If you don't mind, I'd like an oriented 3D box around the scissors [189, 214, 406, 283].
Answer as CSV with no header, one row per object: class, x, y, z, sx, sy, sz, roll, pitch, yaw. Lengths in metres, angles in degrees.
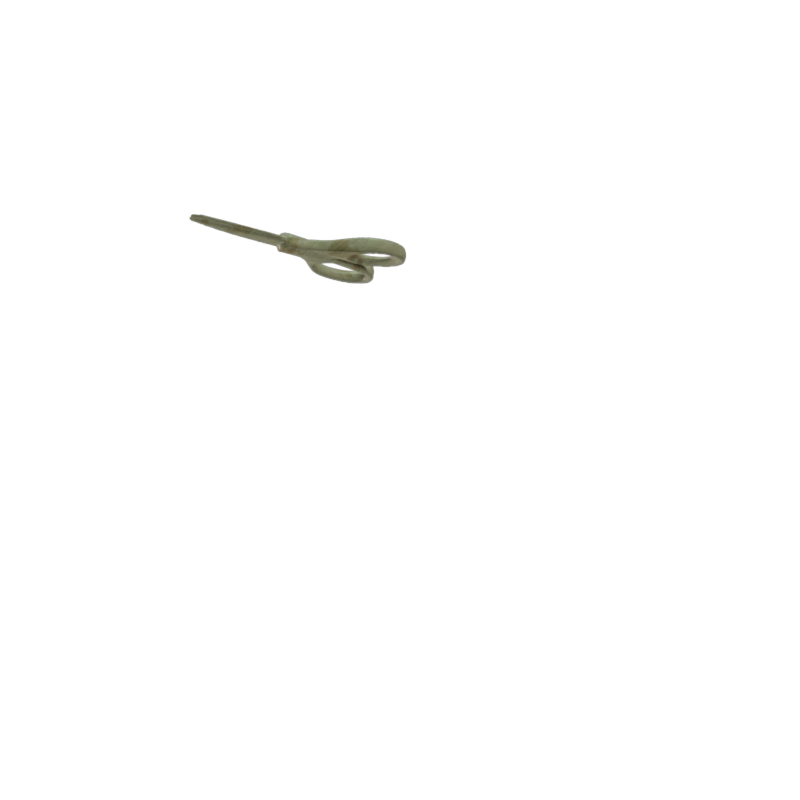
scissors,-0.072,-0.131,0.915,0.098,0.016,0.190,-9,-15,33
